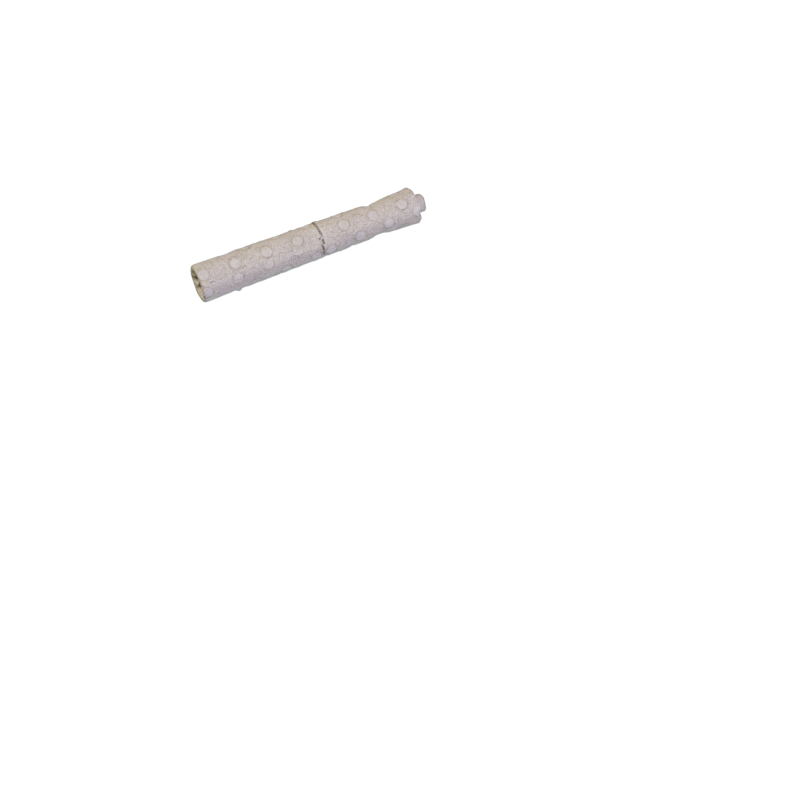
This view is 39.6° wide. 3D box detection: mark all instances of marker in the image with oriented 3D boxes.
[{"bbox_3d":[-0.042,-0.076,0.536,0.120,0.019,0.020,-23,11,-17],"label":"marker"}]
